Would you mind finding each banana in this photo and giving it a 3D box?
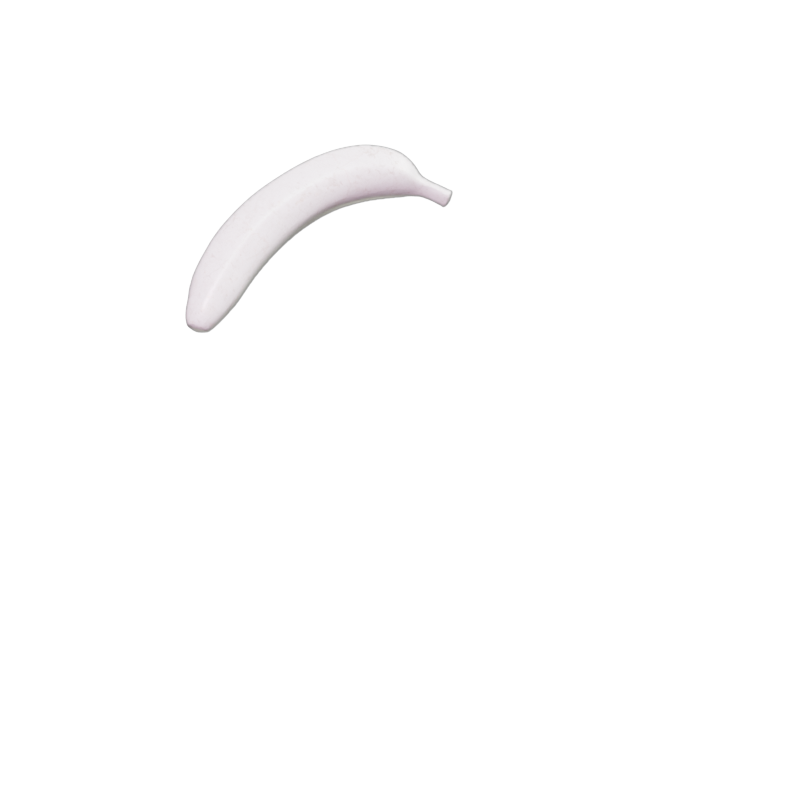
[{"bbox_3d":[-0.062,-0.115,0.706,0.198,0.074,0.034,-31,-27,-18],"label":"banana"}]
